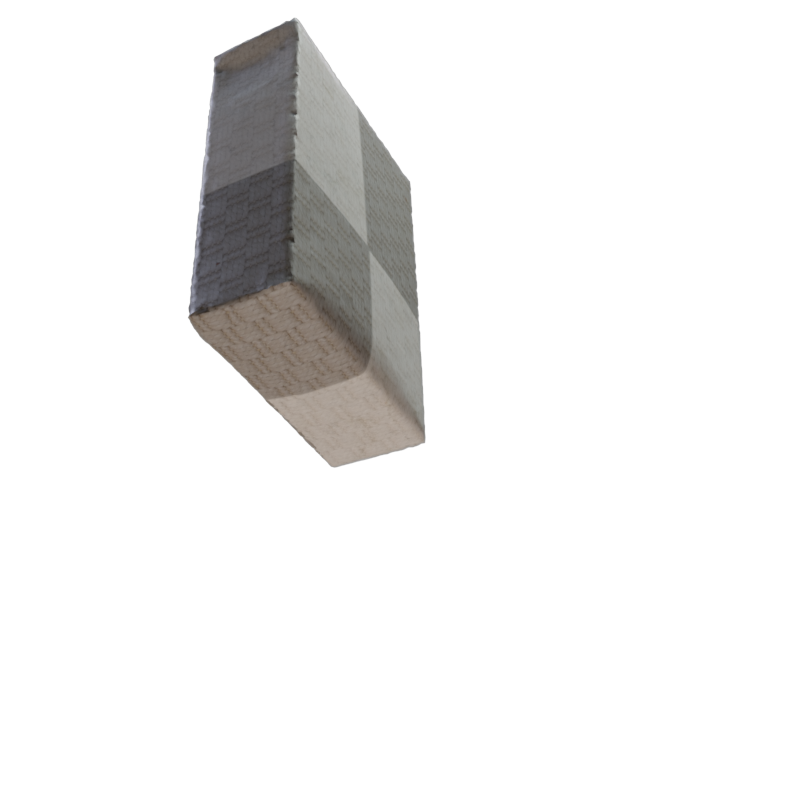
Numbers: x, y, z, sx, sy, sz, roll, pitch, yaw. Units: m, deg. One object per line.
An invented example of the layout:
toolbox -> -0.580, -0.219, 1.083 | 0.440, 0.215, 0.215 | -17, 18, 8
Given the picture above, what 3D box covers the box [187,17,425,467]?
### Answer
box -> -0.052, -0.095, 0.663 | 0.072, 0.229, 0.151 | -20, -41, 19
